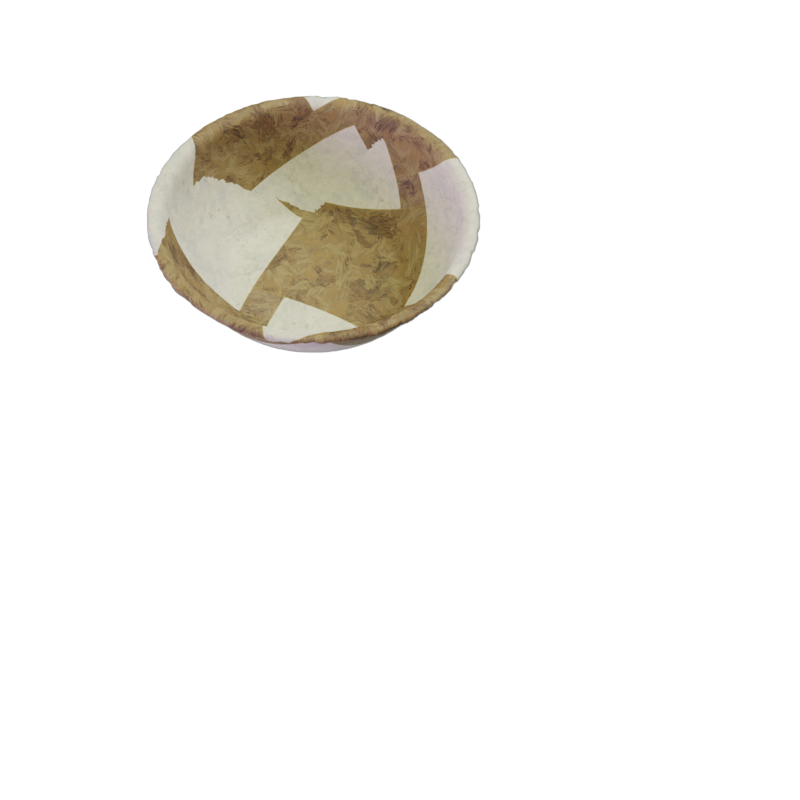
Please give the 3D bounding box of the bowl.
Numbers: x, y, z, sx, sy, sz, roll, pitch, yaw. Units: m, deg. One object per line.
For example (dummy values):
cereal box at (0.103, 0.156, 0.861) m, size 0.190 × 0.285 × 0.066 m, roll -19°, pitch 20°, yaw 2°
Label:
bowl at (-0.044, -0.080, 0.558) m, size 0.162 × 0.174 × 0.051 m, roll -1°, pitch -38°, yaw -1°
